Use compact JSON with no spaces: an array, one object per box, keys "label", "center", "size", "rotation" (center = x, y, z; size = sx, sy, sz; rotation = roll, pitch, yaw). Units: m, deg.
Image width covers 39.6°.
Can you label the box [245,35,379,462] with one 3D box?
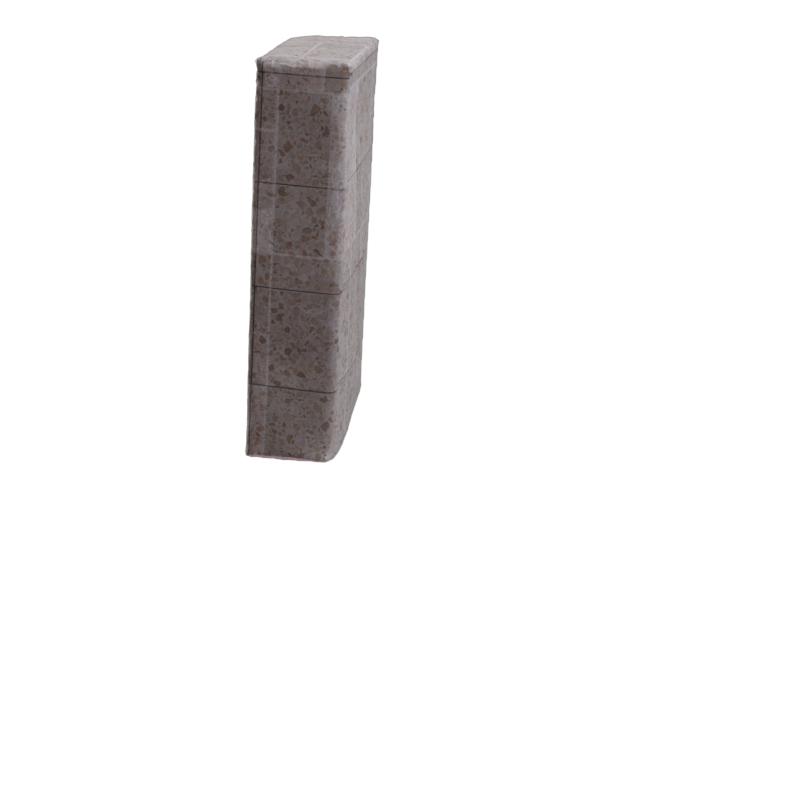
[{"label":"box","center":[-0.039,-0.071,0.499],"size":[0.049,0.169,0.096],"rotation":[3,18,6]}]
